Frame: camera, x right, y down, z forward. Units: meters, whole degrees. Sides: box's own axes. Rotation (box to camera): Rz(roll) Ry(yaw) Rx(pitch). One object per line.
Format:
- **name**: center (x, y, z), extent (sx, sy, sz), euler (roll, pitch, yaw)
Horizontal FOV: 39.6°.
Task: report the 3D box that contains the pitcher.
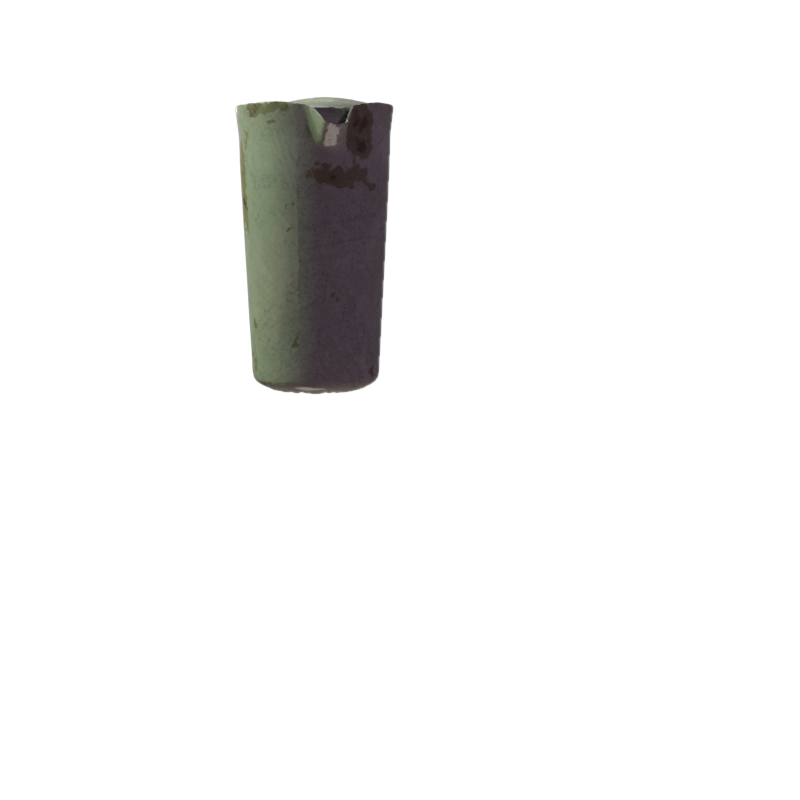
- **pitcher**: center (-0.074, -0.136, 0.951), extent (0.150, 0.241, 0.145), euler (3, 5, 29)
